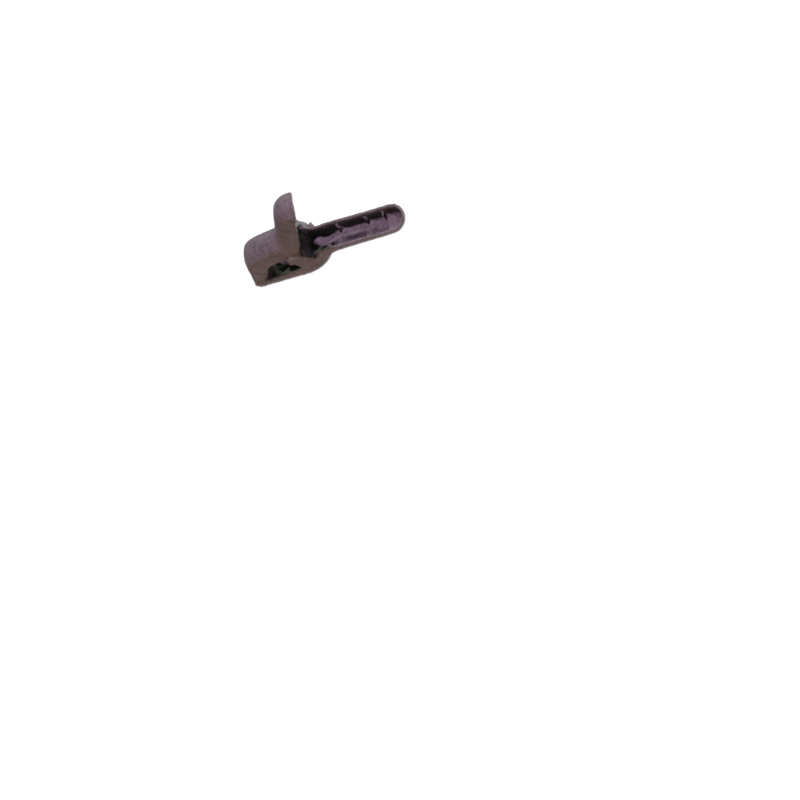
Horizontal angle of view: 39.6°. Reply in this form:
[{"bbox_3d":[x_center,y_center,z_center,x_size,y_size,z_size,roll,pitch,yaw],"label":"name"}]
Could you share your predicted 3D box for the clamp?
[{"bbox_3d":[-0.076,-0.138,0.968,0.116,0.041,0.170,5,-14,-23],"label":"clamp"}]
